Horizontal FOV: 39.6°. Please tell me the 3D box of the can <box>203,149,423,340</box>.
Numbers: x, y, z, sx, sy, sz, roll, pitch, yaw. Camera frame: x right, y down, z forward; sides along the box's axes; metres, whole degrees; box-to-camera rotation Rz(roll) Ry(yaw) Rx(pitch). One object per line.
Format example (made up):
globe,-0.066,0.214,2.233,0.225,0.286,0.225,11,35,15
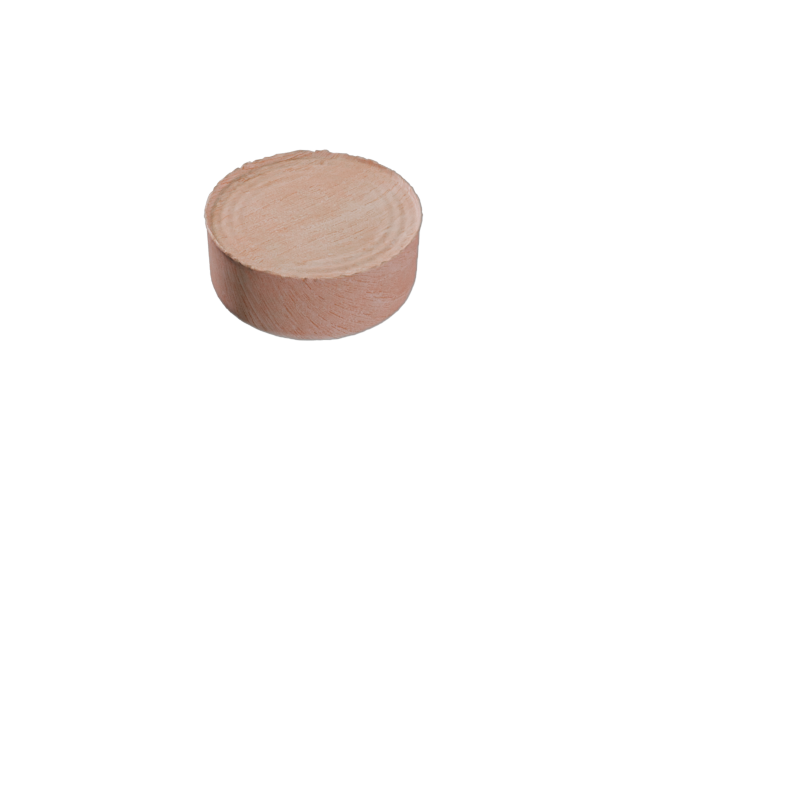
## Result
can,-0.035,-0.063,0.445,0.086,0.031,0.092,-1,42,-2
